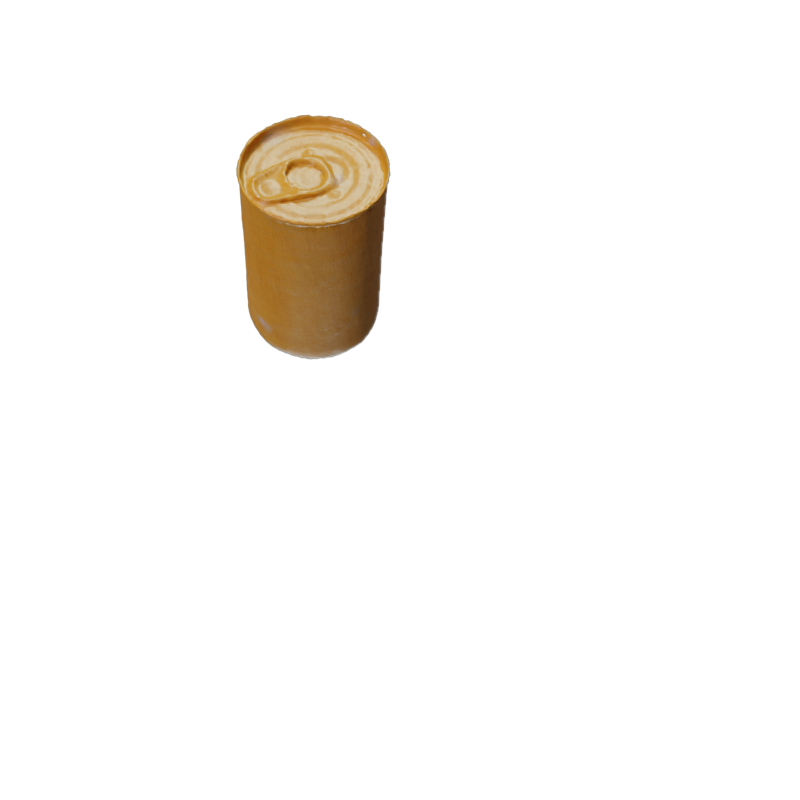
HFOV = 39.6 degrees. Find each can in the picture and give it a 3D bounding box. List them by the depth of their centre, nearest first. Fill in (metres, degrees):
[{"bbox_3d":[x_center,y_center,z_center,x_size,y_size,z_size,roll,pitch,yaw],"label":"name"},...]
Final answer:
[{"bbox_3d":[-0.041,-0.075,0.526,0.068,0.073,0.095,0,-37,-3],"label":"can"}]
